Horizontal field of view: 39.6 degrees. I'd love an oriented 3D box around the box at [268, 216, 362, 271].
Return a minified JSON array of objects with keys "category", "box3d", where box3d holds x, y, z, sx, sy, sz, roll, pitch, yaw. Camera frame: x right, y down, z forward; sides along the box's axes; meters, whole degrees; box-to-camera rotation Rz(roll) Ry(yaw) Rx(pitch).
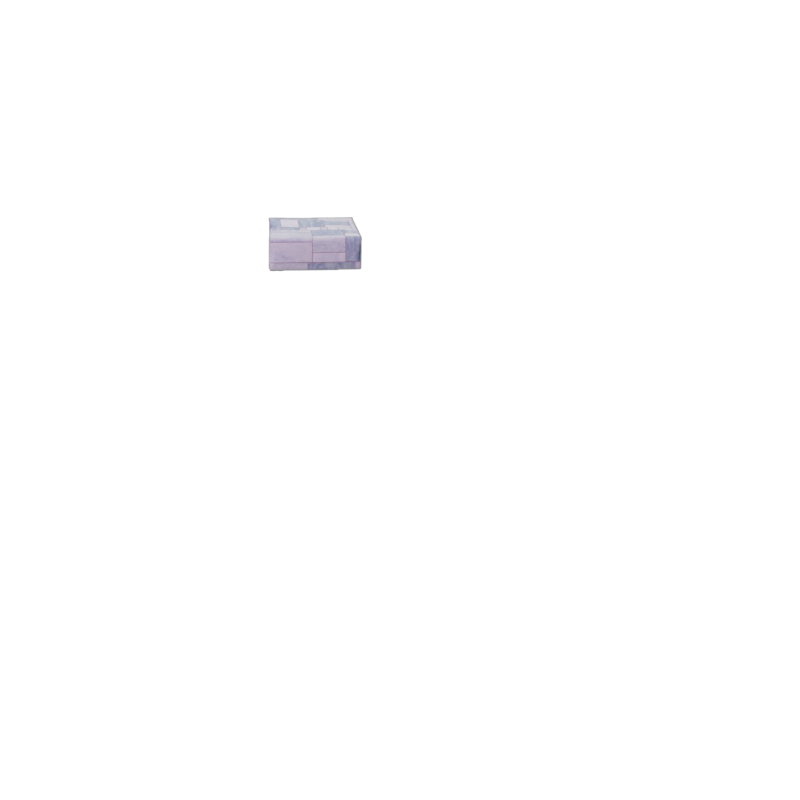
[{"category":"box","box3d":[-0.071,-0.129,0.906,0.073,0.029,0.093,-1,19,-4]}]
